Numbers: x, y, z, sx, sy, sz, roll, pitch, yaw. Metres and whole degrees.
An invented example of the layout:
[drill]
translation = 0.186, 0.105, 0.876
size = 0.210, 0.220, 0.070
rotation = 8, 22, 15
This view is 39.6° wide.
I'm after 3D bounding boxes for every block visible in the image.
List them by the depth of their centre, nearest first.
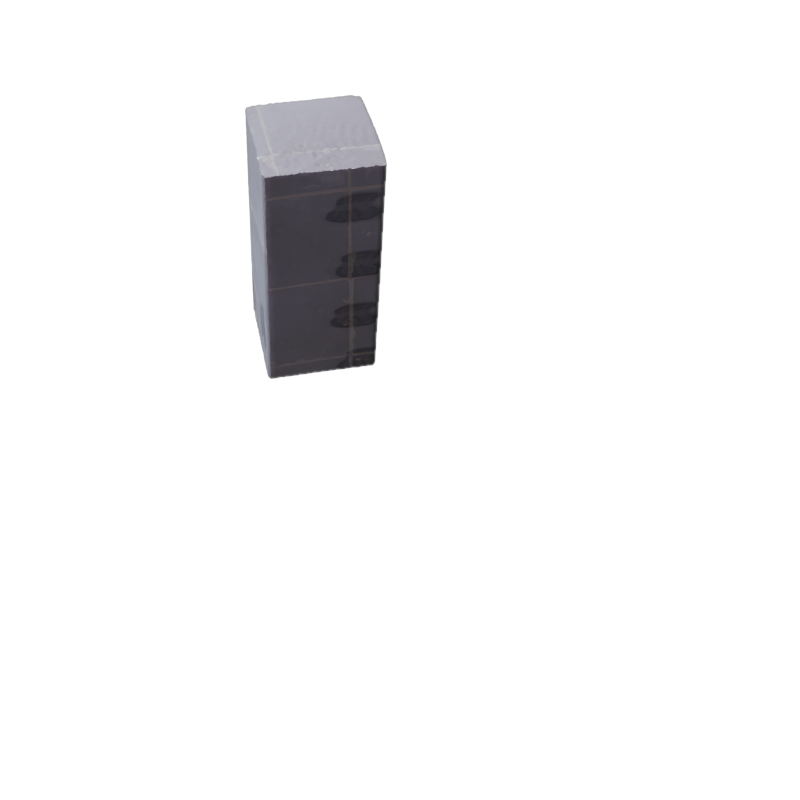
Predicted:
[block]
translation = -0.067, -0.123, 0.862
size = 0.090, 0.098, 0.192
rotation = -7, -43, -11
